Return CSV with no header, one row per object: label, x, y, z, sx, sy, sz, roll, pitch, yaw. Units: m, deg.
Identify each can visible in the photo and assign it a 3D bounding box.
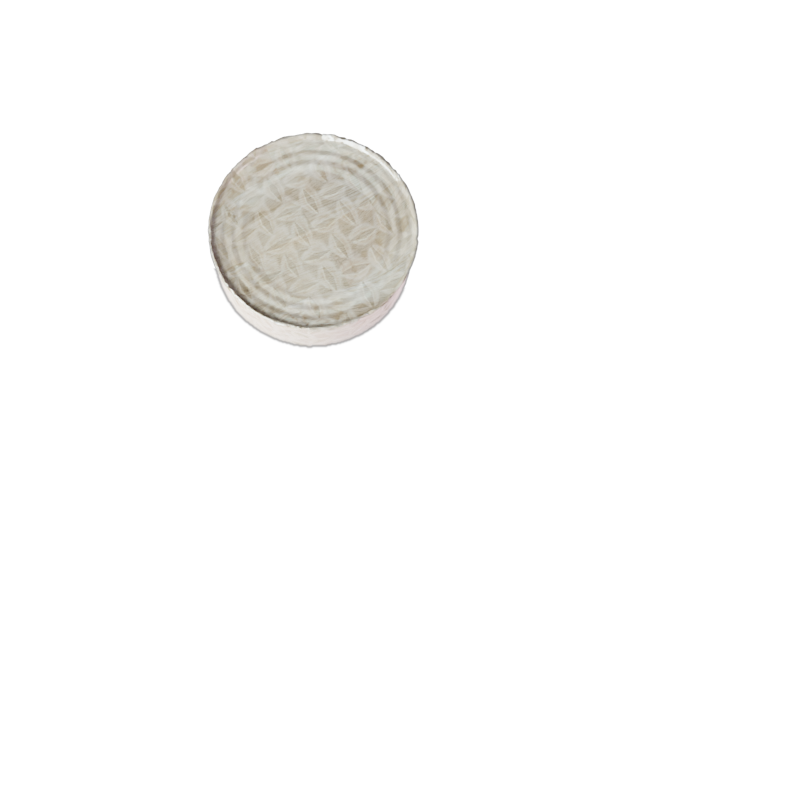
can,-0.036,-0.066,0.465,0.086,0.090,0.032,-1,-19,-1
